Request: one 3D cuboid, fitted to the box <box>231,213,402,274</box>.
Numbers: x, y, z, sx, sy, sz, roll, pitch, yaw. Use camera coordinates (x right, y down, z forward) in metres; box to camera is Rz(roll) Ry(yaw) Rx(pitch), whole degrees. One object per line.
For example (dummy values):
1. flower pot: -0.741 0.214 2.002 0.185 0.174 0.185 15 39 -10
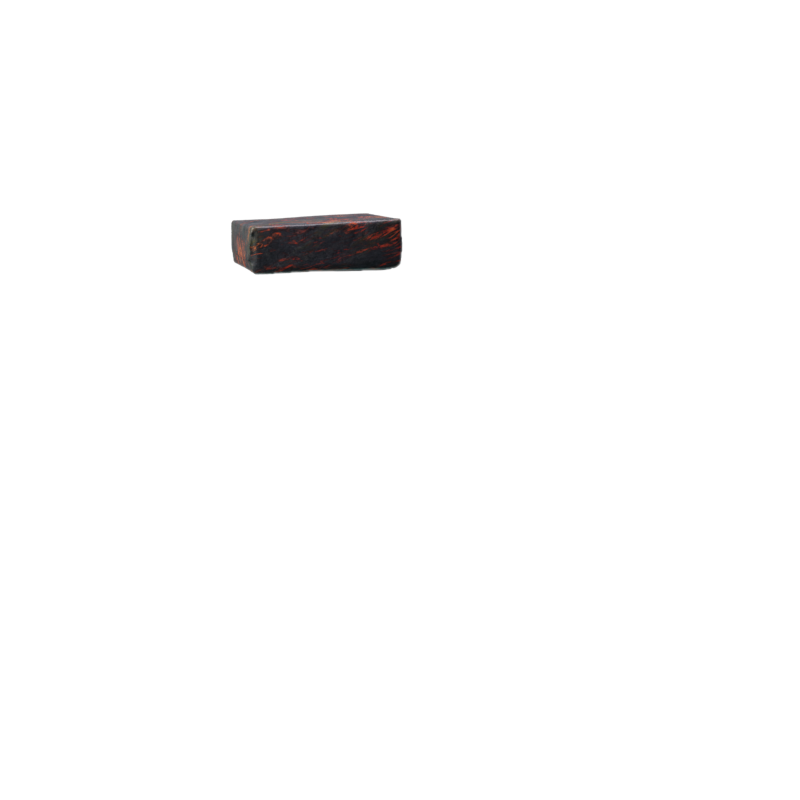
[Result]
1. box: -0.065 -0.118 0.828 0.111 0.038 0.093 -3 12 -15
